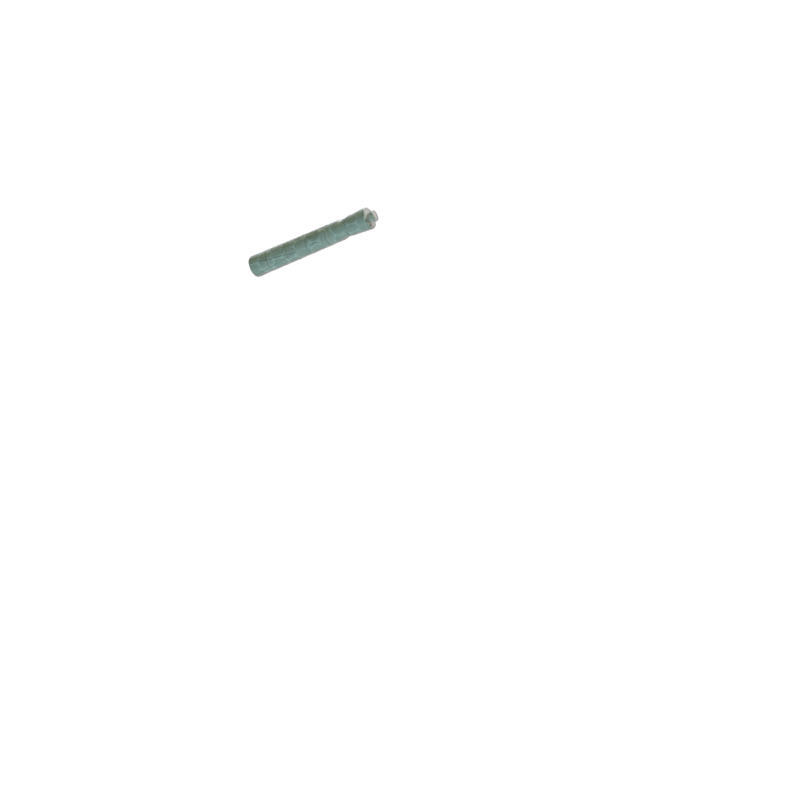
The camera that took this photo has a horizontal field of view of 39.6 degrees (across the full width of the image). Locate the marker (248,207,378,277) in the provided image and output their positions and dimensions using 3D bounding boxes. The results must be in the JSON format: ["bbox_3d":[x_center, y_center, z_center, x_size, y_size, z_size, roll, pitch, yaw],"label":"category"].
[{"bbox_3d":[-0.072,-0.131,0.917,0.122,0.020,0.019,-19,-5,25],"label":"marker"}]
